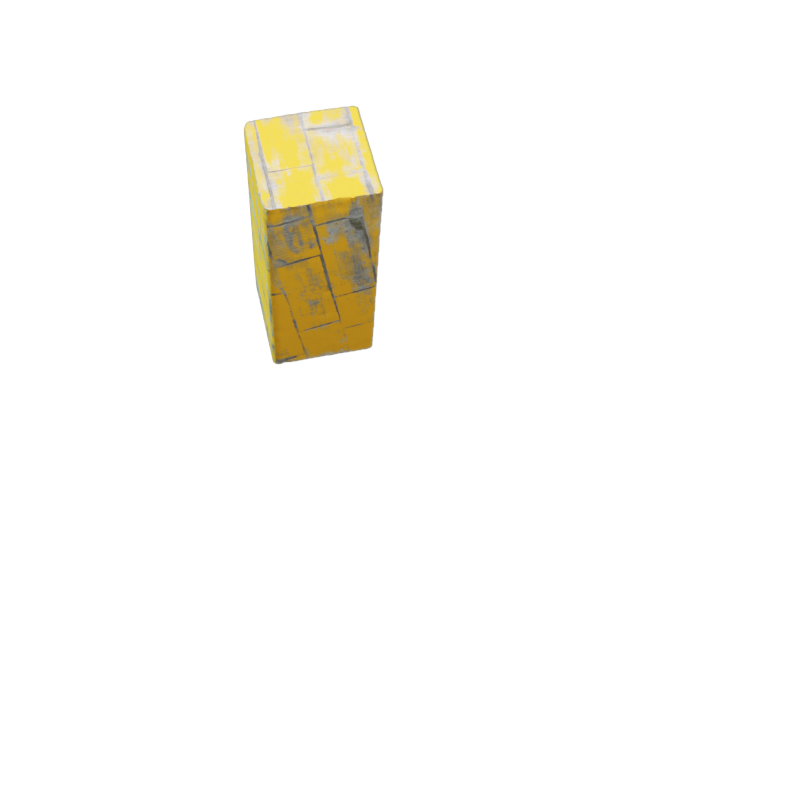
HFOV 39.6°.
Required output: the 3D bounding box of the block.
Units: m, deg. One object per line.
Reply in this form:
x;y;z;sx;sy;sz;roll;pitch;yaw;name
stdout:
-0.070;-0.127;0.888;0.089;0.097;0.193;-9;-31;-10;block
